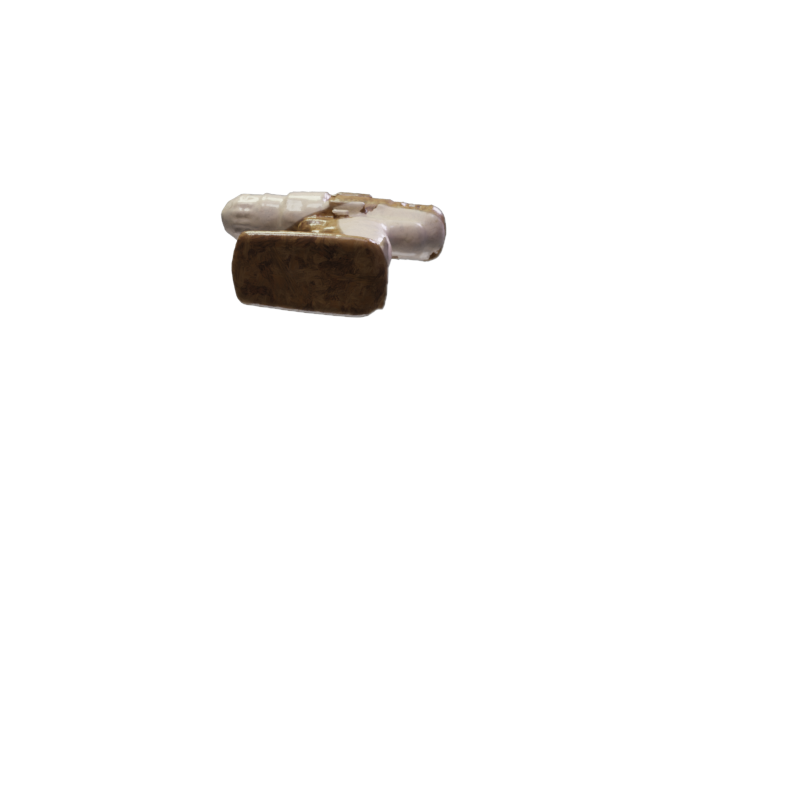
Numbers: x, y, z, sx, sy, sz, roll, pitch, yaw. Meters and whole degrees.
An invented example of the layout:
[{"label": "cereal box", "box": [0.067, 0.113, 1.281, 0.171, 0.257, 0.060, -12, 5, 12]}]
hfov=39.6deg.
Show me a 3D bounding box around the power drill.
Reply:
[{"label": "power drill", "box": [-0.065, -0.119, 0.832, 0.187, 0.055, 0.192, 4, 21, 10]}]
